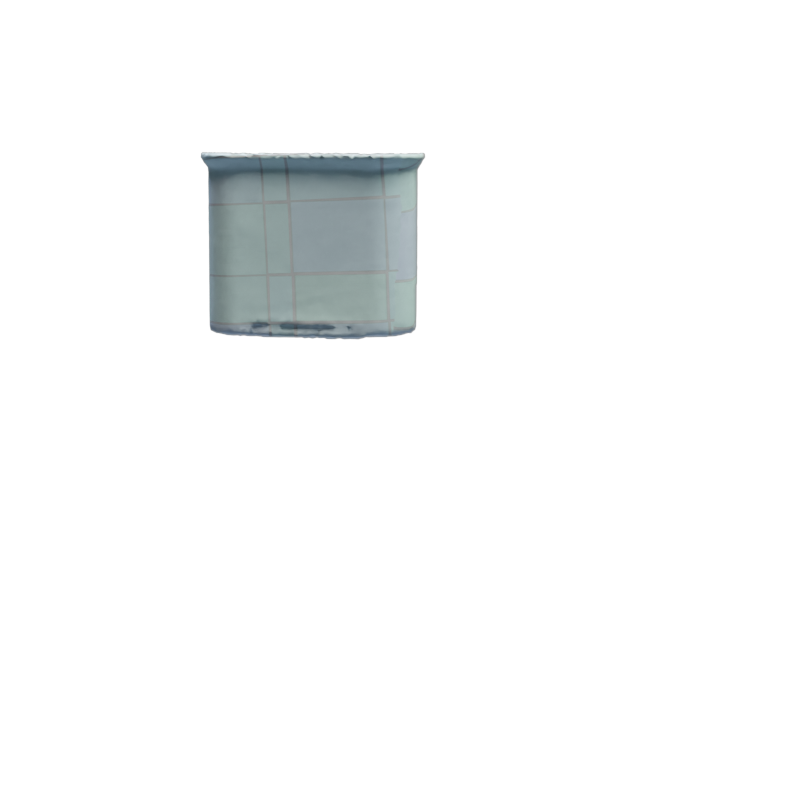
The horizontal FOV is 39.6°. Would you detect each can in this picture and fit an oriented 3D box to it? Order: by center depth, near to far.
[{"bbox_3d":[-0.041,-0.074,0.520,0.103,0.083,0.057,2,7,10],"label":"can"}]
